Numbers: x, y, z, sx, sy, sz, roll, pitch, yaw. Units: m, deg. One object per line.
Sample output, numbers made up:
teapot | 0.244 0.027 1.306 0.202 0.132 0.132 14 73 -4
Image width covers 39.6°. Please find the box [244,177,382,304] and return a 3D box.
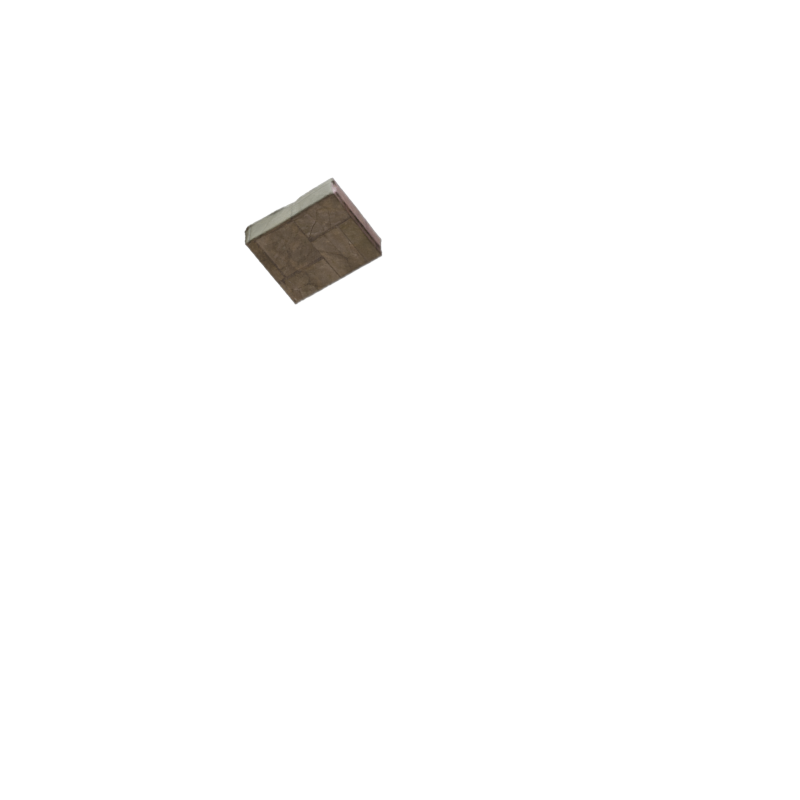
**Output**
box | -0.071 -0.129 0.904 0.089 0.068 0.032 -28 33 19
